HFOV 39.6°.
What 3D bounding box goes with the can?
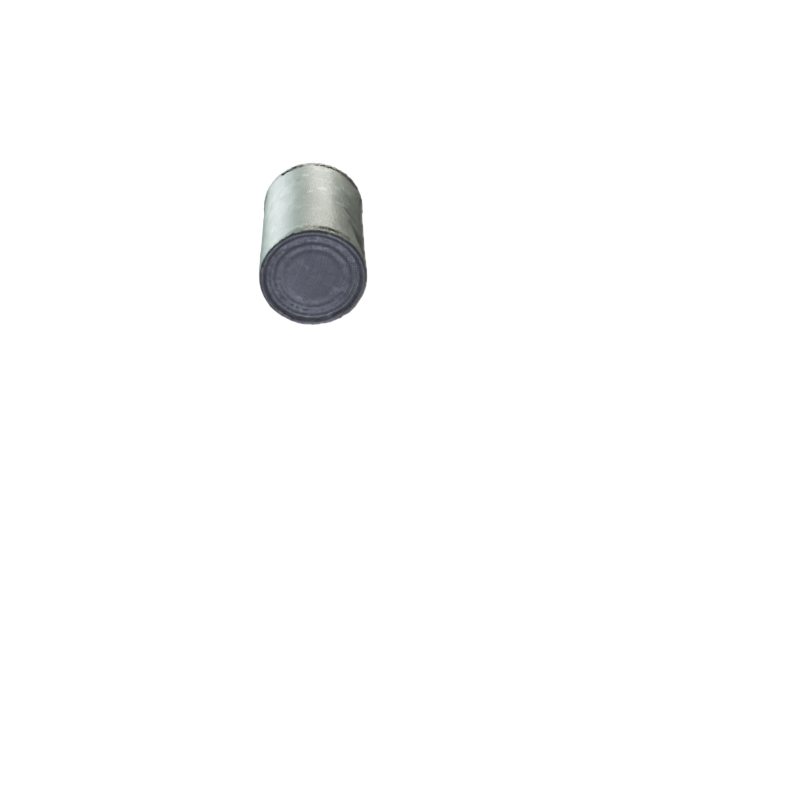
[{"bbox_3d":[-0.056,-0.102,0.715,0.068,0.064,0.109,-1,32,-3],"label":"can"}]
